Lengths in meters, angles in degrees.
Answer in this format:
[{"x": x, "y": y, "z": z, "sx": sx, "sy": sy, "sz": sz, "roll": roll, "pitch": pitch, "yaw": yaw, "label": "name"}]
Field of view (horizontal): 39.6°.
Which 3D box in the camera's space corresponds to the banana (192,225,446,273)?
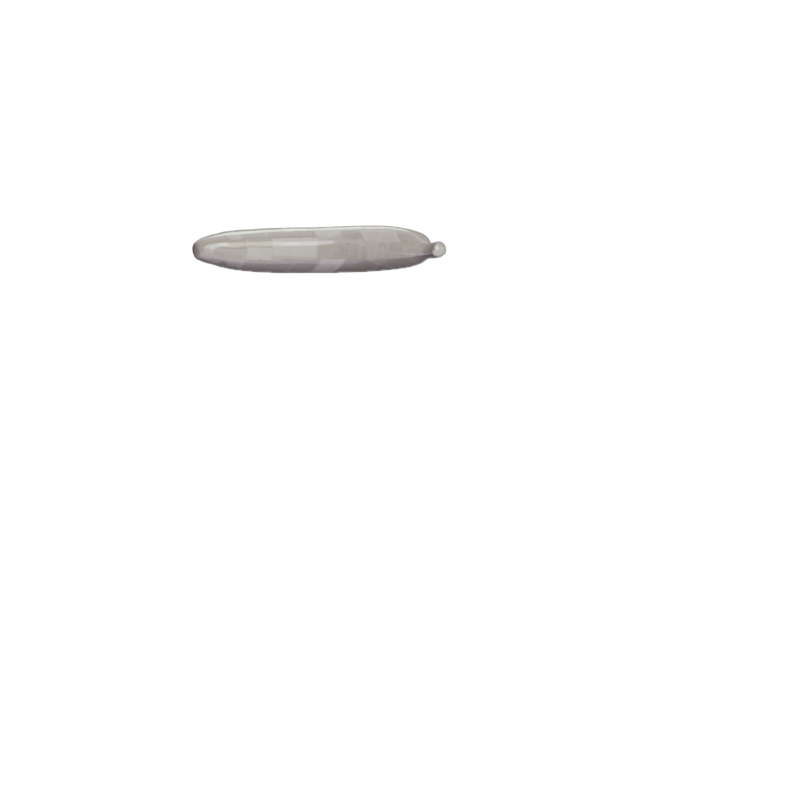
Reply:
[{"x": -0.062, "y": -0.122, "z": 0.879, "sx": 0.200, "sy": 0.038, "sz": 0.067, "roll": -1, "pitch": -6, "yaw": 9, "label": "banana"}]
